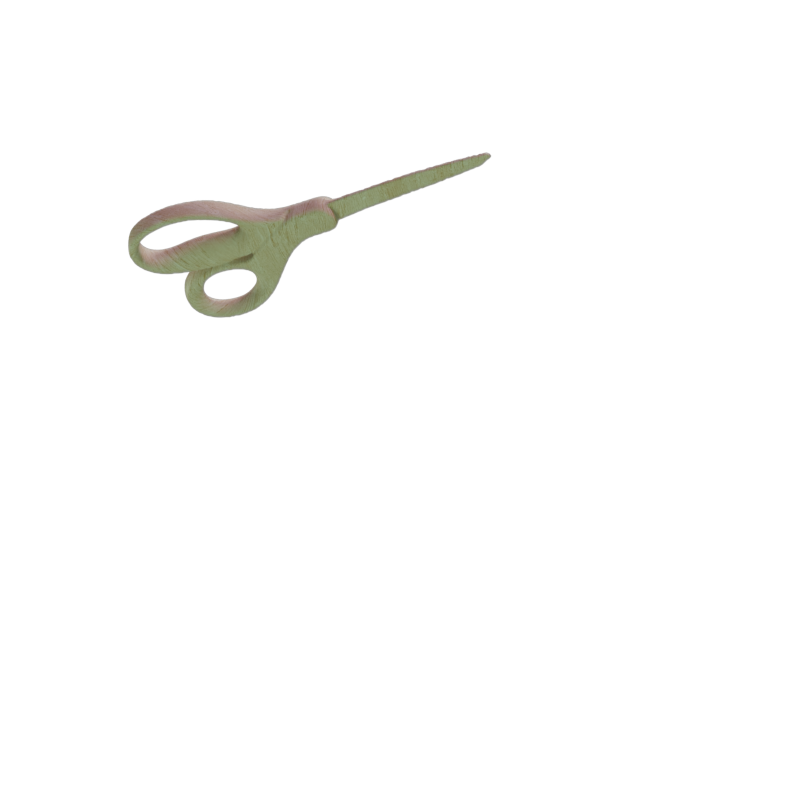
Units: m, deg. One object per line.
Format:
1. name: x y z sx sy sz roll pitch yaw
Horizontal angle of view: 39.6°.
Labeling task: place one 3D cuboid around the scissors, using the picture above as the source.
1. scissors: -0.048 -0.087 0.609 0.203 0.017 0.089 -6 -38 8
